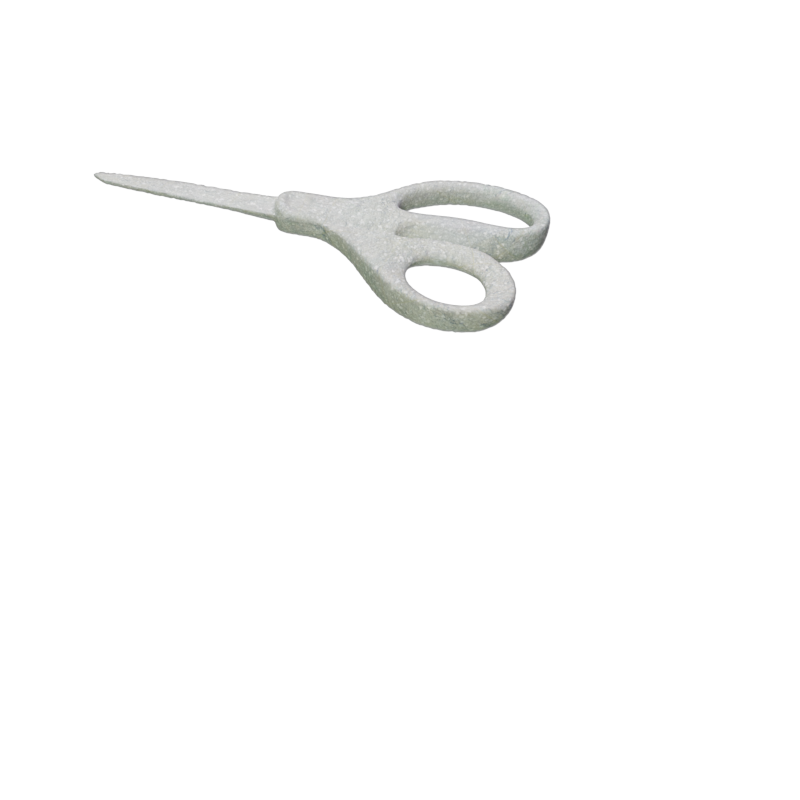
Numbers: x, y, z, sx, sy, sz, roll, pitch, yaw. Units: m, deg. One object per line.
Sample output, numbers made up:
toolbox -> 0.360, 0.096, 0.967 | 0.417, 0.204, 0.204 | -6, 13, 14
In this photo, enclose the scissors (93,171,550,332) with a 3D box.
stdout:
scissors -> -0.037, -0.067, 0.468 | 0.202, 0.015, 0.103 | 1, 43, 1
